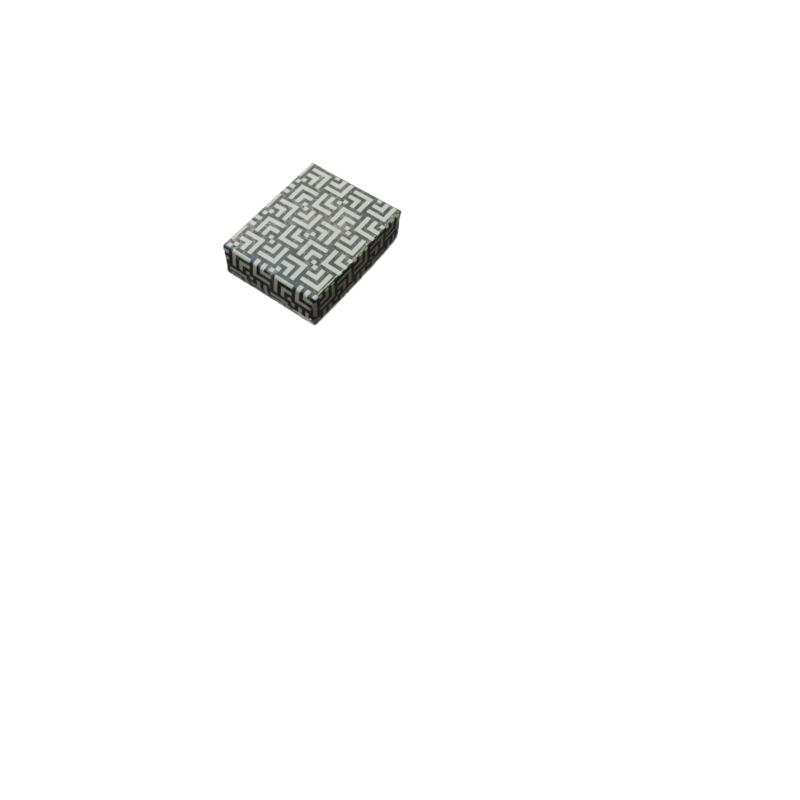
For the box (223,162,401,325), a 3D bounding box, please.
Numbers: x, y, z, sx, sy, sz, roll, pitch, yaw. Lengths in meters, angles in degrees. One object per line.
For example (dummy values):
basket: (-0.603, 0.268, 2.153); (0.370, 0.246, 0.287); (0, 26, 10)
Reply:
box: (-0.067, -0.123, 0.859); (0.094, 0.116, 0.036); (30, -32, 21)
